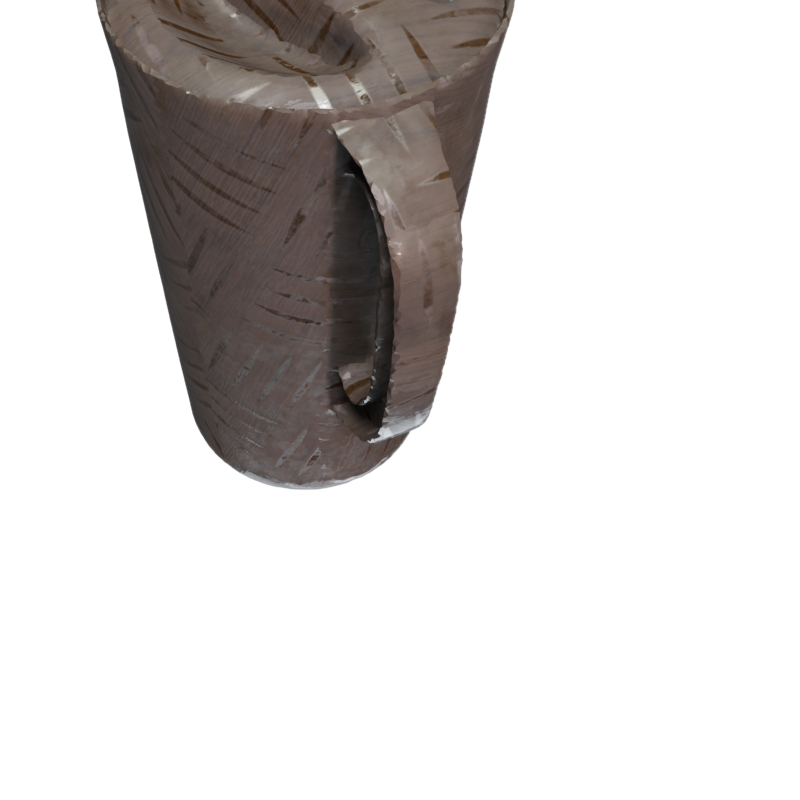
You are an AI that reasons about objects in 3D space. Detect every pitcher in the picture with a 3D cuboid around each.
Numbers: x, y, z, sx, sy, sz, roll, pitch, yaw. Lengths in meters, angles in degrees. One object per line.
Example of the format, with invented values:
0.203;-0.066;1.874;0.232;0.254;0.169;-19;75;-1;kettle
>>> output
-0.034;-0.061;0.429;0.149;0.156;0.227;19;-37;12;pitcher
